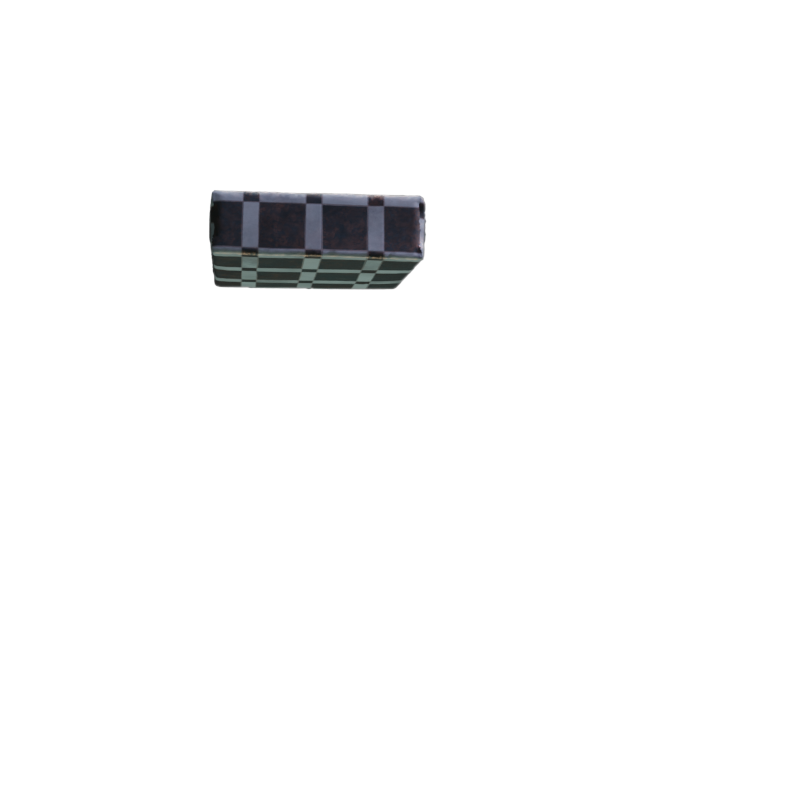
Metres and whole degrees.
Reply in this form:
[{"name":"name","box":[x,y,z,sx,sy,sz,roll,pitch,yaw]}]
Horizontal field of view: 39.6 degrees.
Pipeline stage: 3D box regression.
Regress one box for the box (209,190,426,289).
[{"name":"box","box":[-0.038,-0.069,0.484,0.089,0.031,0.072,0,-6,-5]}]
